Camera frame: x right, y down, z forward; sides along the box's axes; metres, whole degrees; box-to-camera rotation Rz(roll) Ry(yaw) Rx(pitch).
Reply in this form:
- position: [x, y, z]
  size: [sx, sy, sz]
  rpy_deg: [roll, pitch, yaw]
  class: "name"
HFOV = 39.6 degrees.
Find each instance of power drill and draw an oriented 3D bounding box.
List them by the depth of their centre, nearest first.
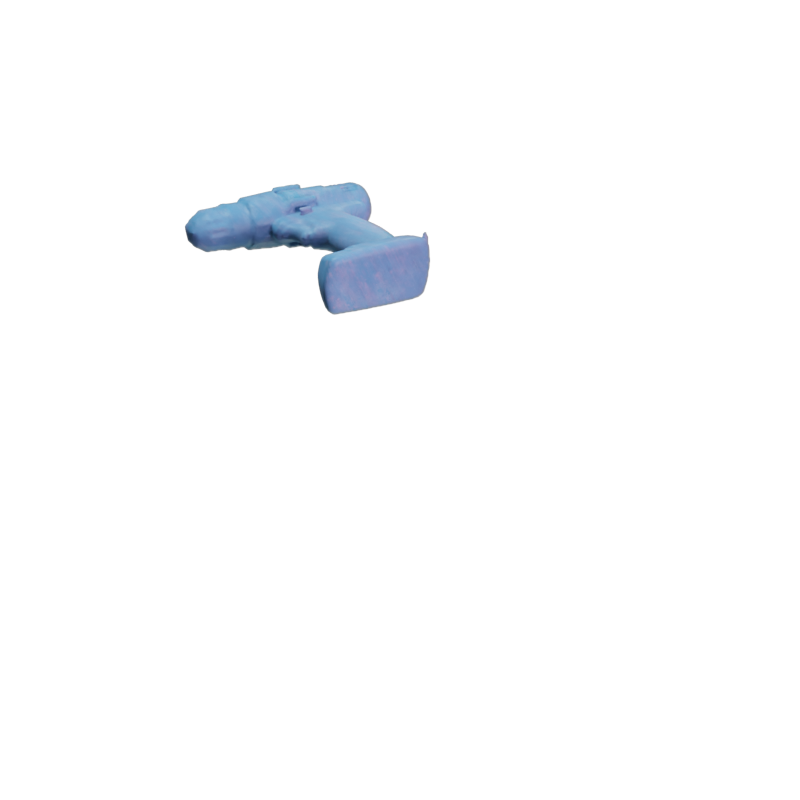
- position: [-0.077, -0.140, 0.982]
  size: [0.181, 0.054, 0.202]
  rpy_deg: [-16, 34, -25]
  class: "power drill"
